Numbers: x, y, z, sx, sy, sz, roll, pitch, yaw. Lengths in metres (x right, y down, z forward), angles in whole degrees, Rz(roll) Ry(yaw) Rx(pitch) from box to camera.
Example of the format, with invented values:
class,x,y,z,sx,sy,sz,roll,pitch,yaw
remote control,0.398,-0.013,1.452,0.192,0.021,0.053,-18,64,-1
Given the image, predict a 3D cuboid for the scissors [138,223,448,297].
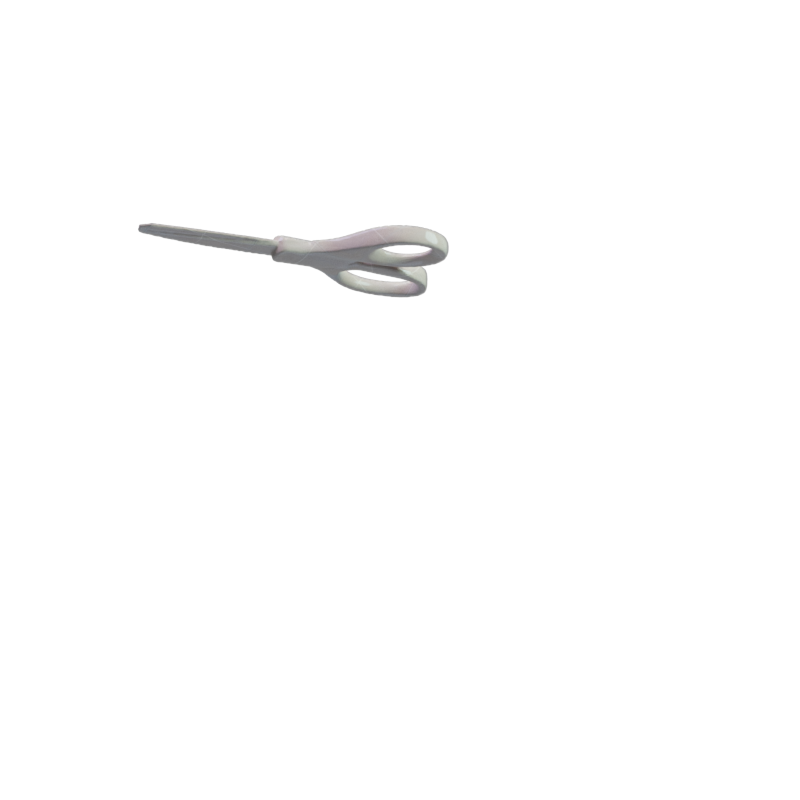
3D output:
class,x,y,z,sx,sy,sz,roll,pitch,yaw
scissors,-0.055,-0.101,0.707,0.192,0.017,0.096,13,-24,-32
